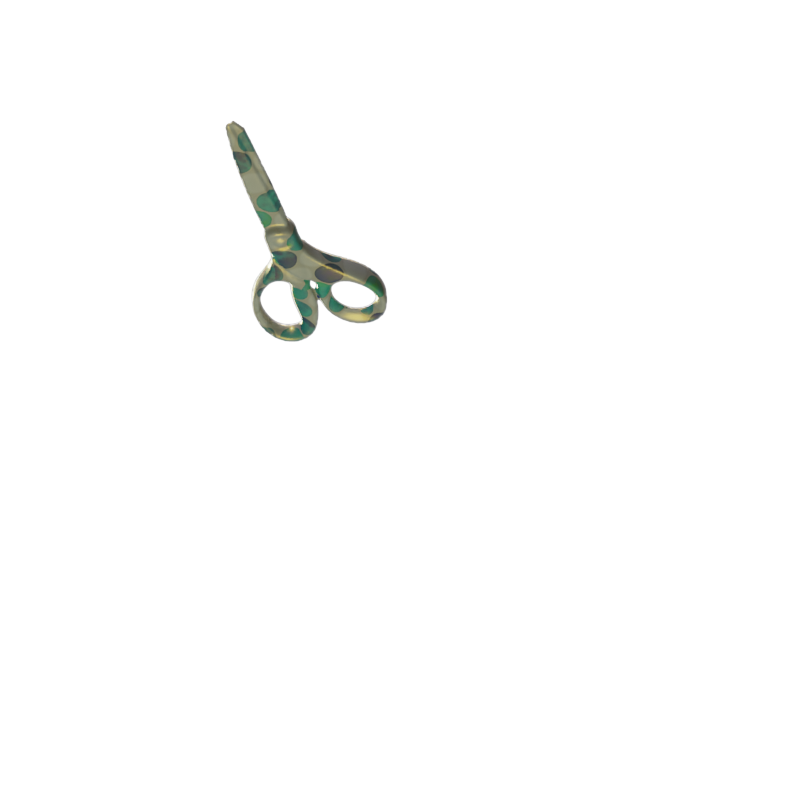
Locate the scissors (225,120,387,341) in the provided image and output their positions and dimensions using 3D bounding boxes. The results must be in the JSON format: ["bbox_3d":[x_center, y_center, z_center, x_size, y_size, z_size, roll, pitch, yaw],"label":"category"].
[{"bbox_3d":[-0.052,-0.095,0.665,0.096,0.017,0.189,2,-33,-3],"label":"scissors"}]
